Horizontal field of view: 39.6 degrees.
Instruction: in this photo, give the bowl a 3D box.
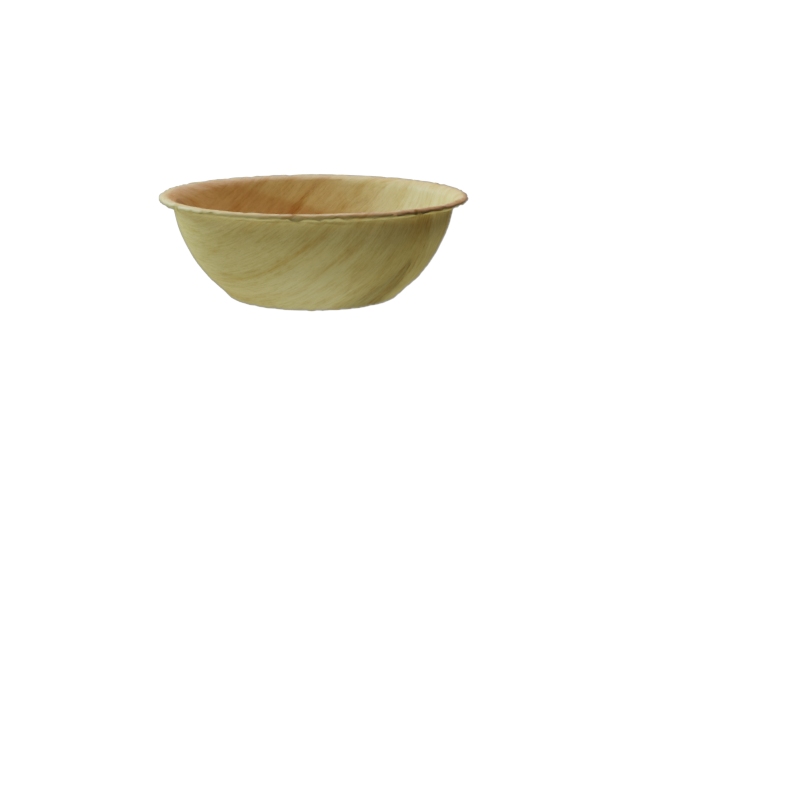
[{"bbox_3d":[-0.046,-0.084,0.587,0.162,0.053,0.168,-1,17,-2],"label":"bowl"}]
